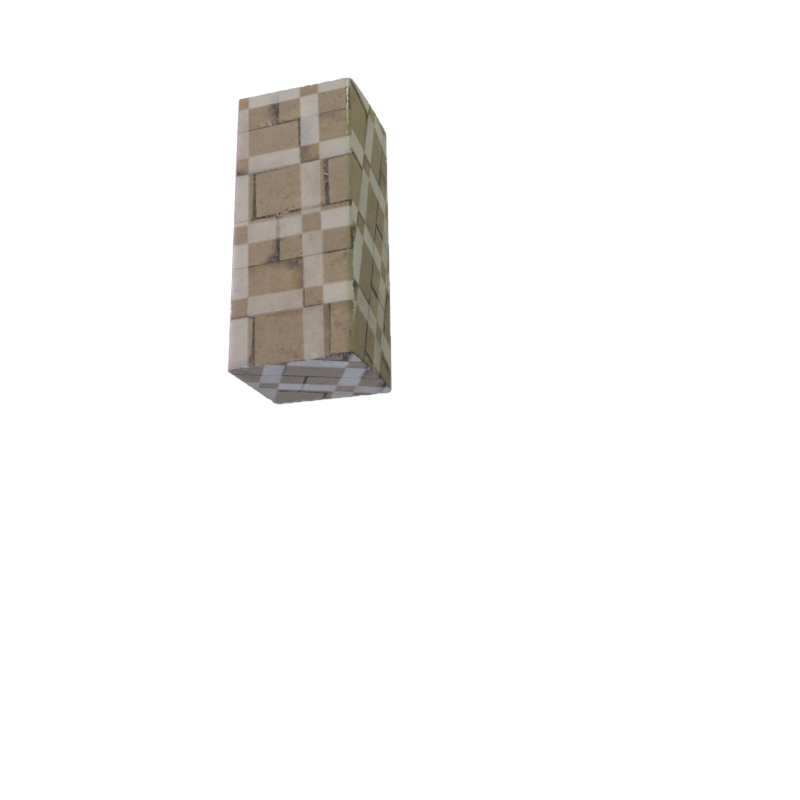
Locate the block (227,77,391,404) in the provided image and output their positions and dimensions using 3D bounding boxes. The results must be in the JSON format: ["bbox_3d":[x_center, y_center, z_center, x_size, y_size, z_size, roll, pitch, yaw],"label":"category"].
[{"bbox_3d":[-0.061,-0.112,0.787,0.092,0.217,0.084,-8,-23,16],"label":"block"}]
